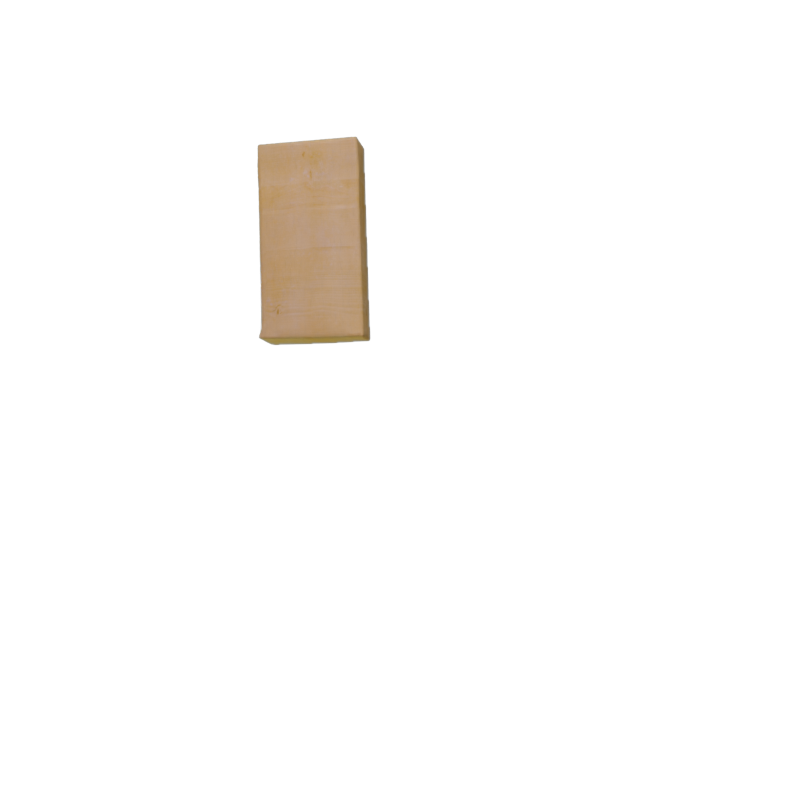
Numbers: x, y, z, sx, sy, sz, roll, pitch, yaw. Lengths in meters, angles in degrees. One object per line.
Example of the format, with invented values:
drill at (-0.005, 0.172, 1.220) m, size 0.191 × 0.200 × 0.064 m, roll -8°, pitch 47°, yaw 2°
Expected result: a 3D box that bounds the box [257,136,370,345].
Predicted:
box at (-0.076, -0.139, 0.976) m, size 0.095 × 0.182 × 0.046 m, roll -3°, pitch -12°, yaw 11°
